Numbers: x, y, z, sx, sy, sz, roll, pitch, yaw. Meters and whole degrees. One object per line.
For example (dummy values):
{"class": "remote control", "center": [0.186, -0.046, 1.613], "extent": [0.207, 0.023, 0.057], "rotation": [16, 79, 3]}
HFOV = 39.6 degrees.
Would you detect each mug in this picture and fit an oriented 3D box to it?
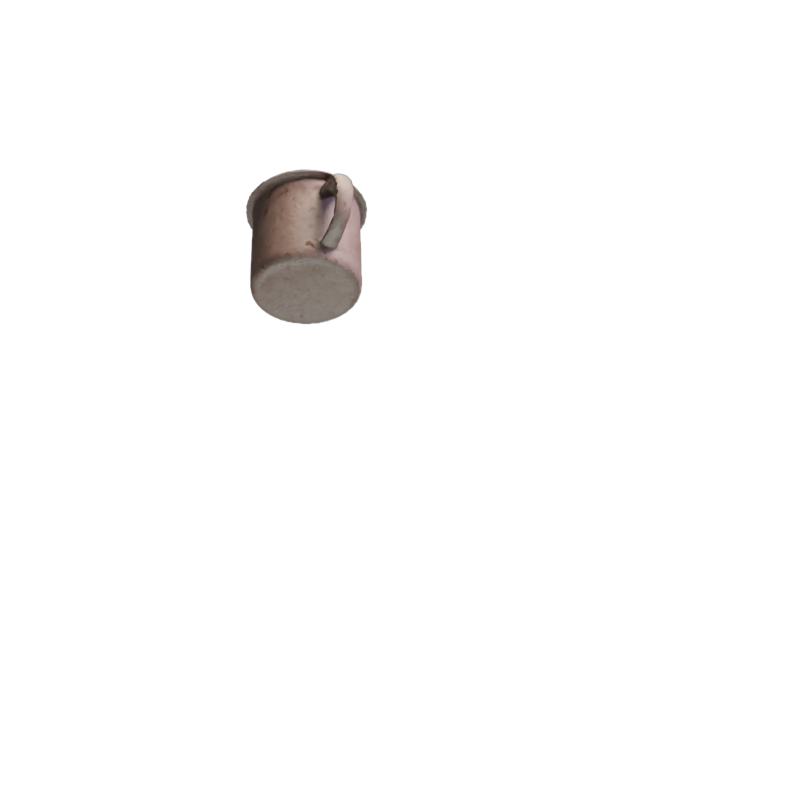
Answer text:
{"class": "mug", "center": [-0.064, -0.117, 0.817], "extent": [0.089, 0.087, 0.114], "rotation": [18, -41, -23]}
